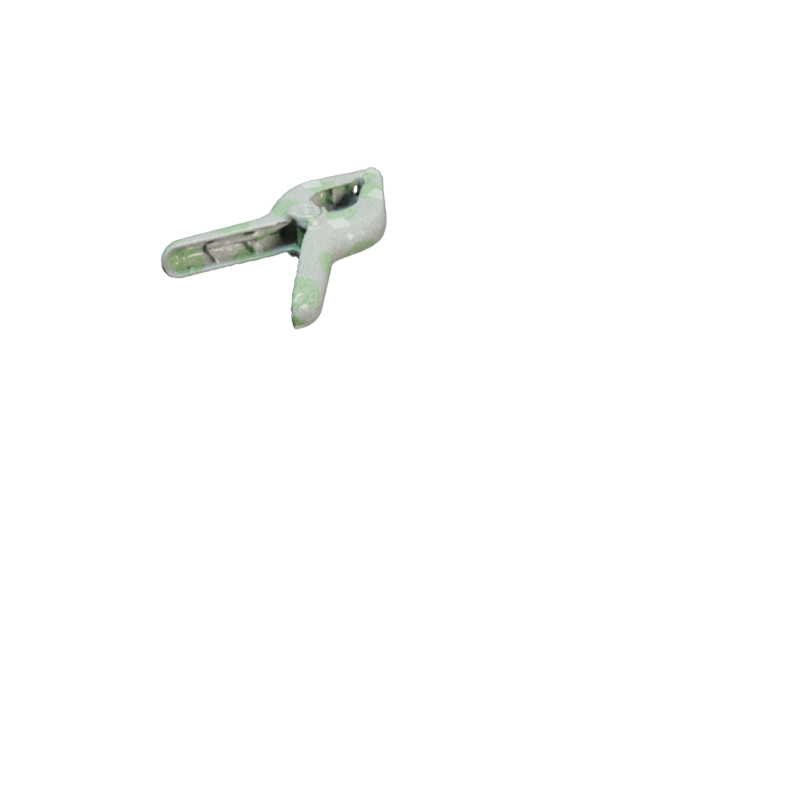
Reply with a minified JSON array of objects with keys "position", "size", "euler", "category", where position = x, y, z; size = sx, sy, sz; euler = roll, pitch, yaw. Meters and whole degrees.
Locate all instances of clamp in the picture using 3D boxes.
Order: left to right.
[{"position":[-0.057,-0.104,0.727],"size":[0.128,0.037,0.172],"euler":[33,51,31],"category":"clamp"}]
